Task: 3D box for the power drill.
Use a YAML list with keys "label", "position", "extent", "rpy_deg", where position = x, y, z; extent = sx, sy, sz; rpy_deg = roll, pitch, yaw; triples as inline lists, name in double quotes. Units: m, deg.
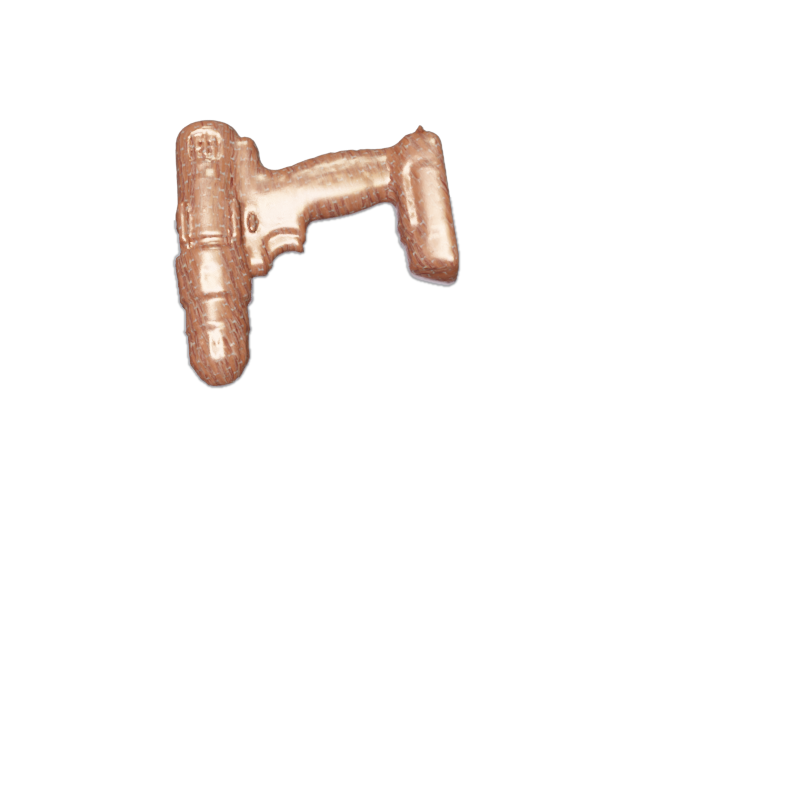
- label: "power drill"
  position: [-0.058, -0.106, 0.744]
  extent: [0.187, 0.192, 0.055]
  rpy_deg: [-5, -15, -2]
